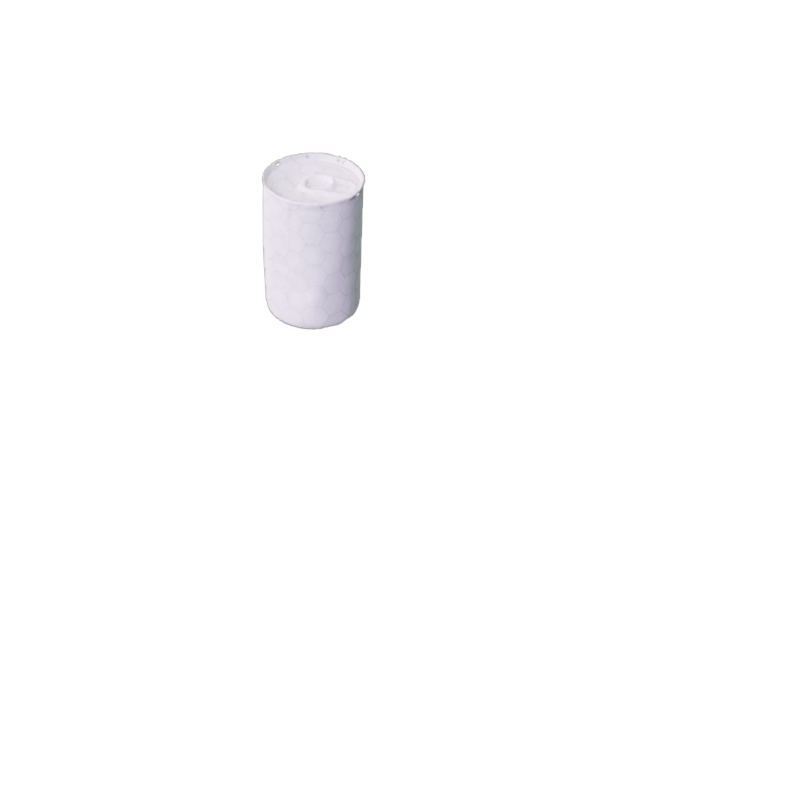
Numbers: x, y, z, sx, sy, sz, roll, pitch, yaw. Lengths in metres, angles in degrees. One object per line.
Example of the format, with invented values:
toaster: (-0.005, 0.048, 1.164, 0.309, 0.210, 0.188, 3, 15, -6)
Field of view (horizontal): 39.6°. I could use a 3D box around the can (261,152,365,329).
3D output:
can: (-0.059, -0.108, 0.754, 0.068, 0.096, 0.073, 0, 36, -3)
